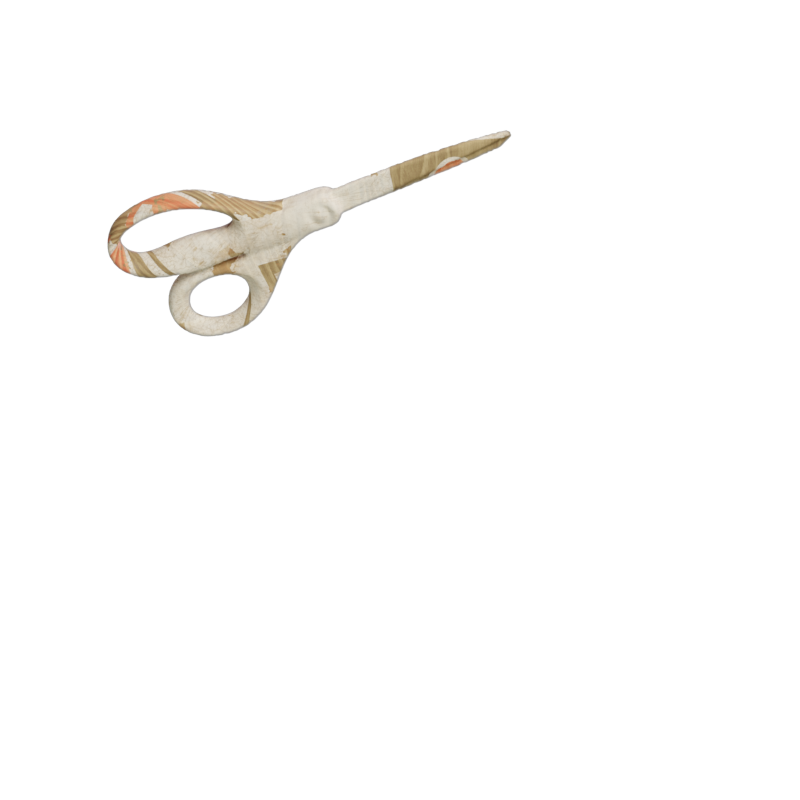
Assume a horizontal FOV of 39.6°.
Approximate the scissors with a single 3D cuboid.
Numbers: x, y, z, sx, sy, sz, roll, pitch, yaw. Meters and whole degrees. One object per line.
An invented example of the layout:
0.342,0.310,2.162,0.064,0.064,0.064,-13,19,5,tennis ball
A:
-0.043,-0.078,0.549,0.203,0.089,0.017,-7,41,6,scissors
